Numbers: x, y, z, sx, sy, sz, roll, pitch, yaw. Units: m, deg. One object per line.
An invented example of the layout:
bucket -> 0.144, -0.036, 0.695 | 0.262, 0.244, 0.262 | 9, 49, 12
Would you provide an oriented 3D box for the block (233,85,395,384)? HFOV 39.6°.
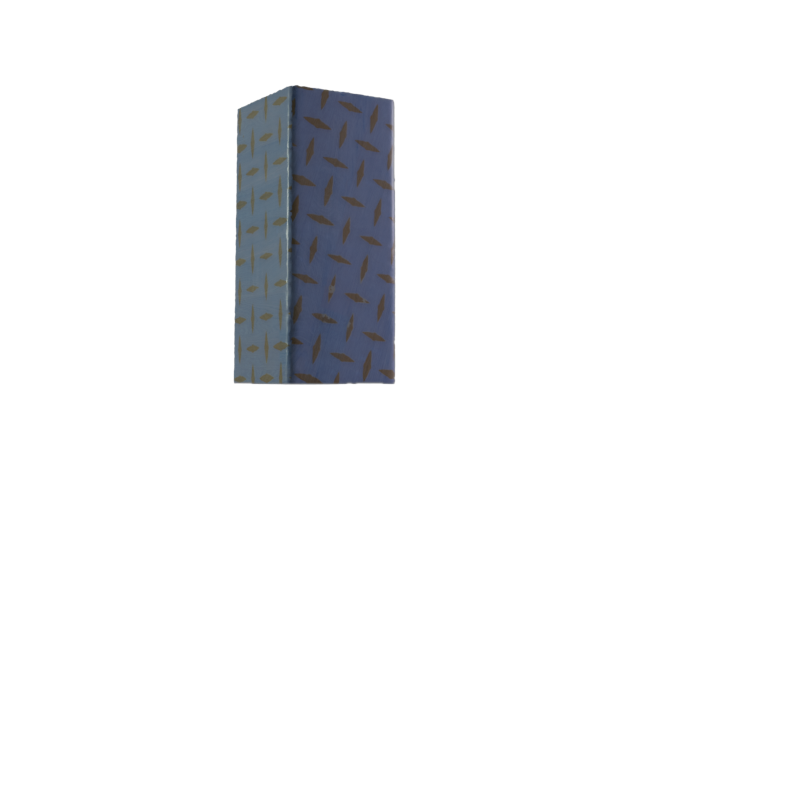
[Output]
block -> -0.063, -0.116, 0.811 | 0.087, 0.209, 0.093 | 3, -6, -32
